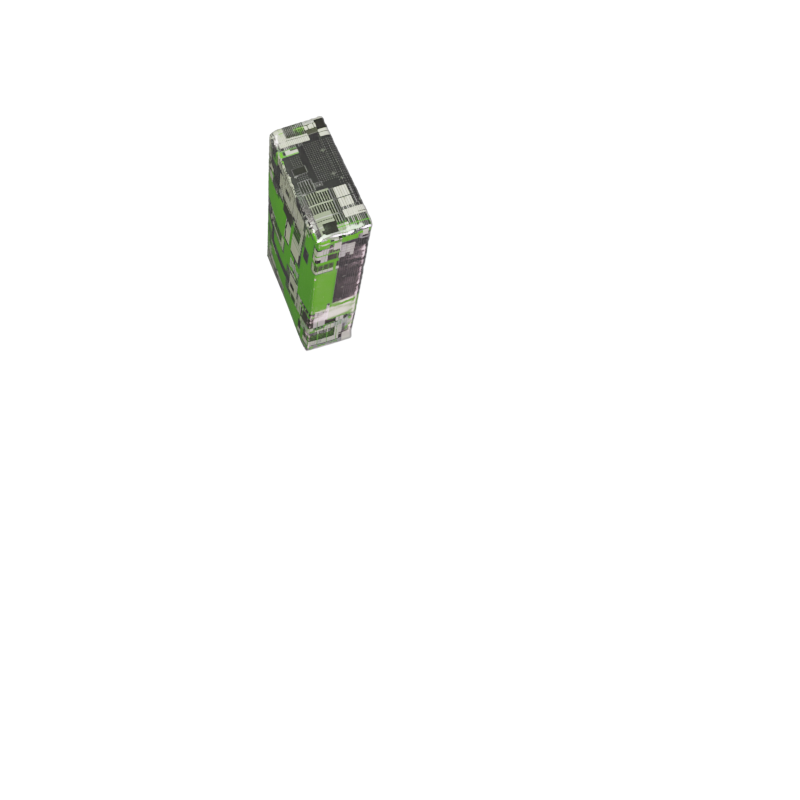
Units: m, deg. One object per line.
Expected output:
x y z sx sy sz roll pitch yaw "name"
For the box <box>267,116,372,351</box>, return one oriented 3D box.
-0.062 -0.113 0.792 0.048 0.099 0.167 -19 -21 -11 "box"
